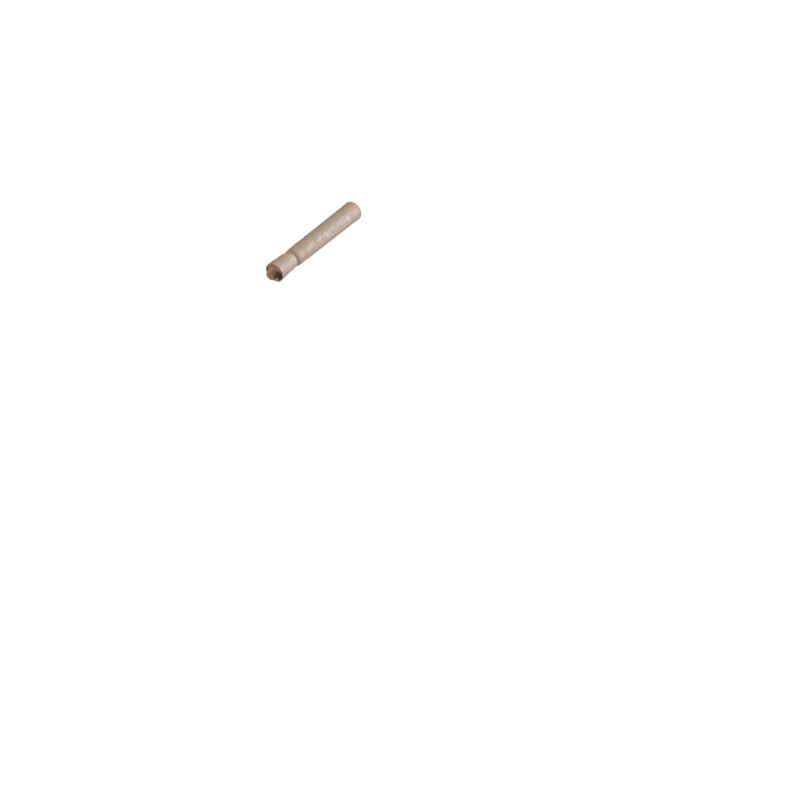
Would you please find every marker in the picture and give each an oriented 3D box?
[{"bbox_3d":[-0.077,-0.141,0.986,0.021,0.019,0.123,3,36,41],"label":"marker"}]
